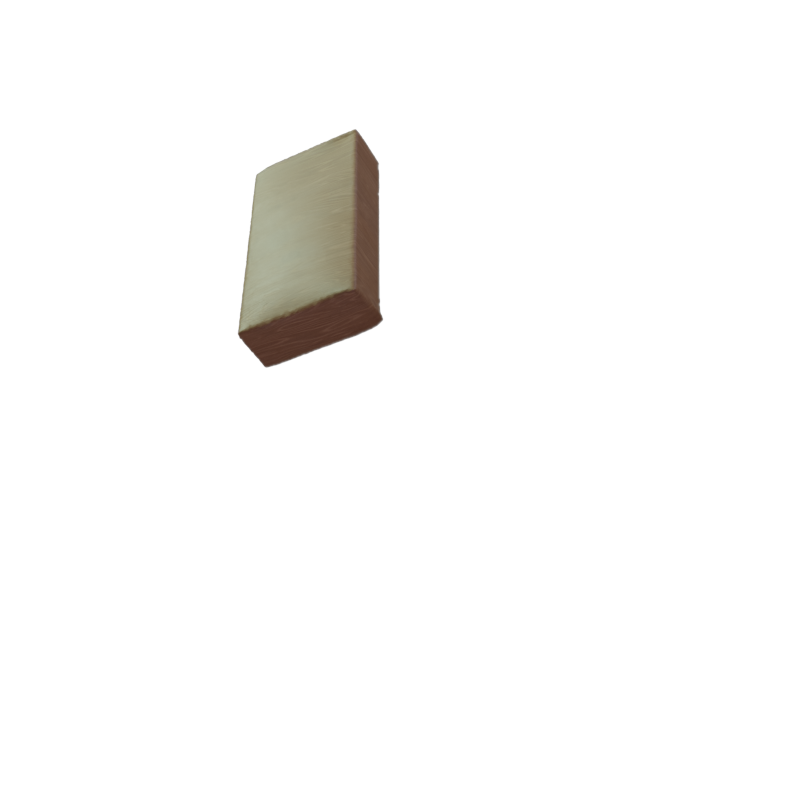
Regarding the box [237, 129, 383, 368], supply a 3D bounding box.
[{"bbox_3d":[-0.063,-0.114,0.796,0.094,0.189,0.044,-21,-45,18],"label":"box"}]
